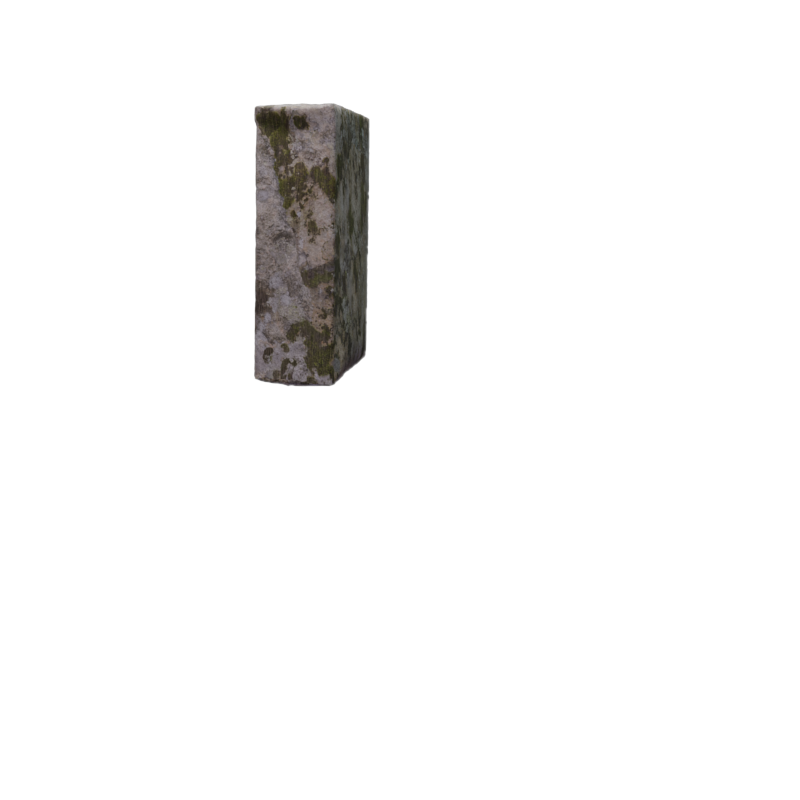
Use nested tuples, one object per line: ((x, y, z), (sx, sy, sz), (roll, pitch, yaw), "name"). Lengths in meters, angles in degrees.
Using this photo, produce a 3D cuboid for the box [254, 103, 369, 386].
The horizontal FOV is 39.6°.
((-0.071, -0.130, 0.908), (0.073, 0.212, 0.164), (1, 5, 8), "box")
